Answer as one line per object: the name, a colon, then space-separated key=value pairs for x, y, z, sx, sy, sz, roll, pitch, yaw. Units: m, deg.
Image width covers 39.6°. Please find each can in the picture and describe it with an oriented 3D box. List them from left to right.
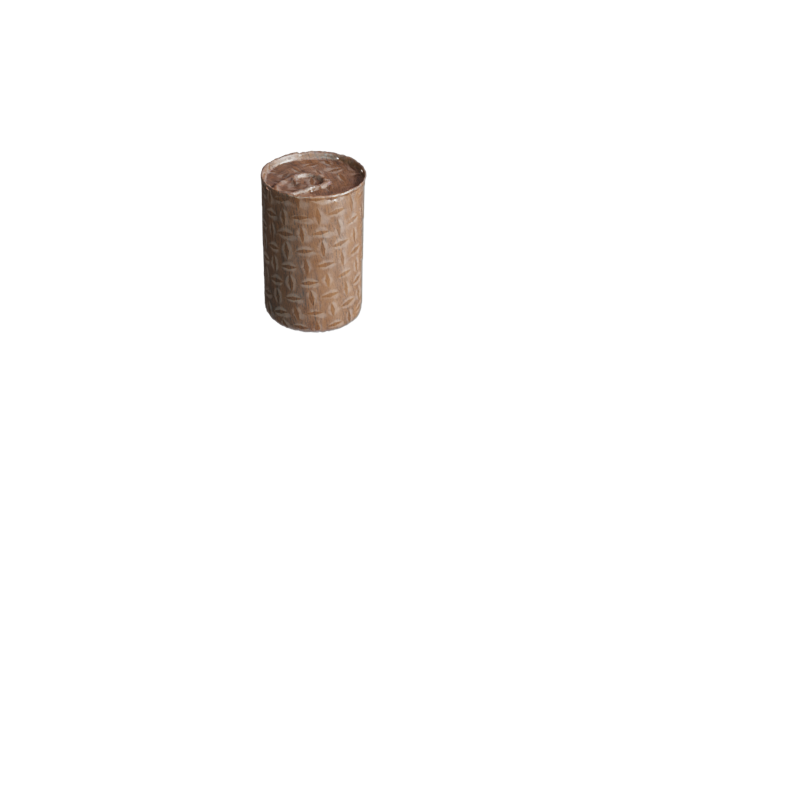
can: x=-0.057 y=-0.105 z=0.733 sx=0.068 sy=0.096 sz=0.073 roll=0 pitch=33 yaw=-3
